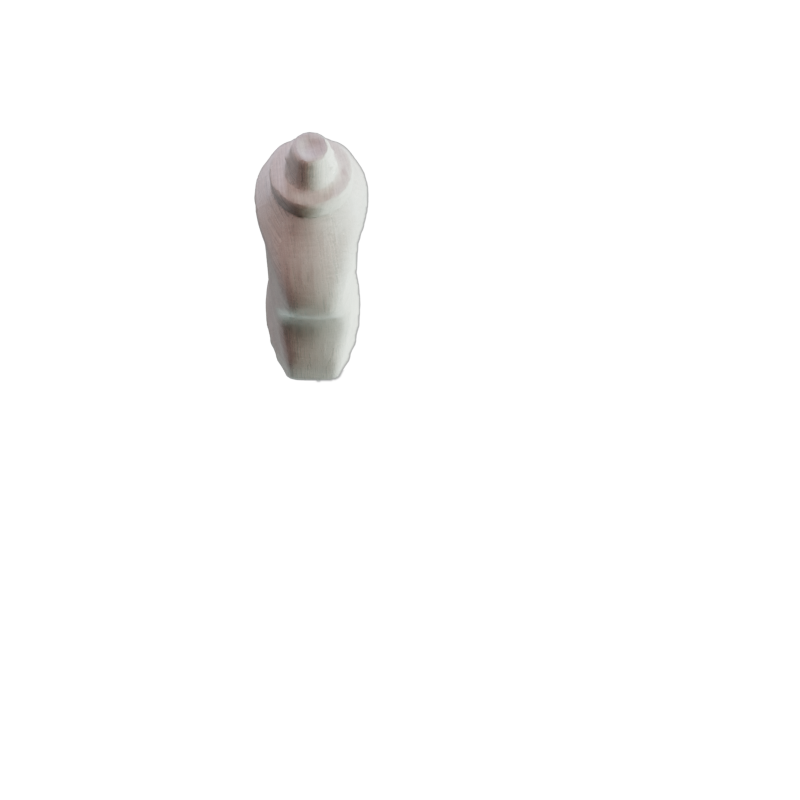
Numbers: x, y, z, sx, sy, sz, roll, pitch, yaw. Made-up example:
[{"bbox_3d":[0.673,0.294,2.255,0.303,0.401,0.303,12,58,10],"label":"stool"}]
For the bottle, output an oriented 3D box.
[{"bbox_3d":[-0.048,-0.086,0.603,0.058,0.101,0.182,2,-22,-3],"label":"bottle"}]
